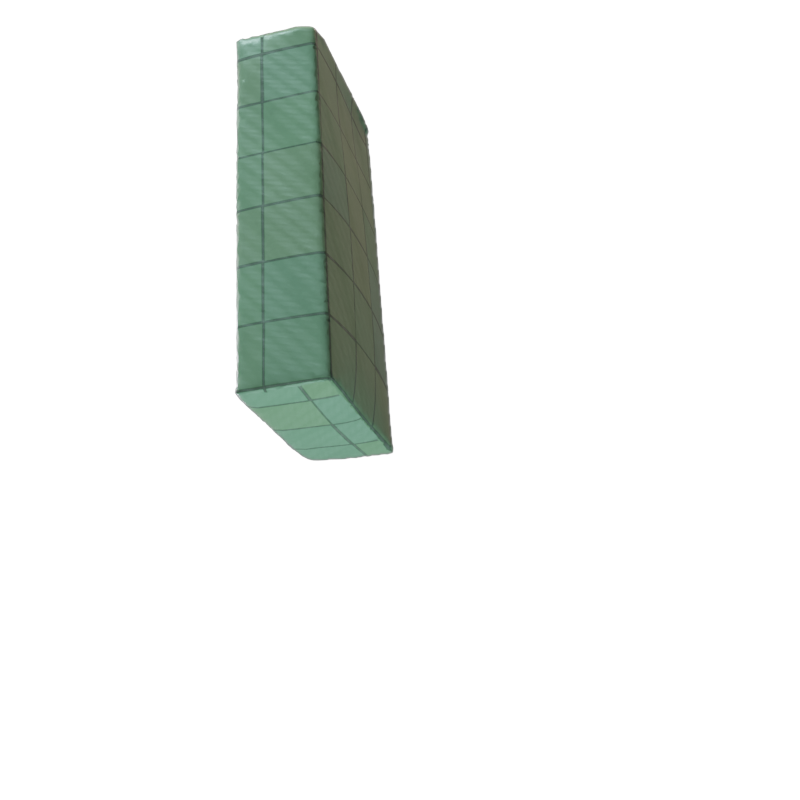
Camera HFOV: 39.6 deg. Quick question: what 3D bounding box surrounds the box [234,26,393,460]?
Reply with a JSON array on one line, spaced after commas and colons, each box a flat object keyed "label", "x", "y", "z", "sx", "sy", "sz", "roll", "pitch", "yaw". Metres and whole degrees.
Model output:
[{"label": "box", "x": -0.039, "y": -0.071, "z": 0.496, "sx": 0.049, "sy": 0.187, "sz": 0.087, "roll": -9, "pitch": -27, "yaw": 13}]
